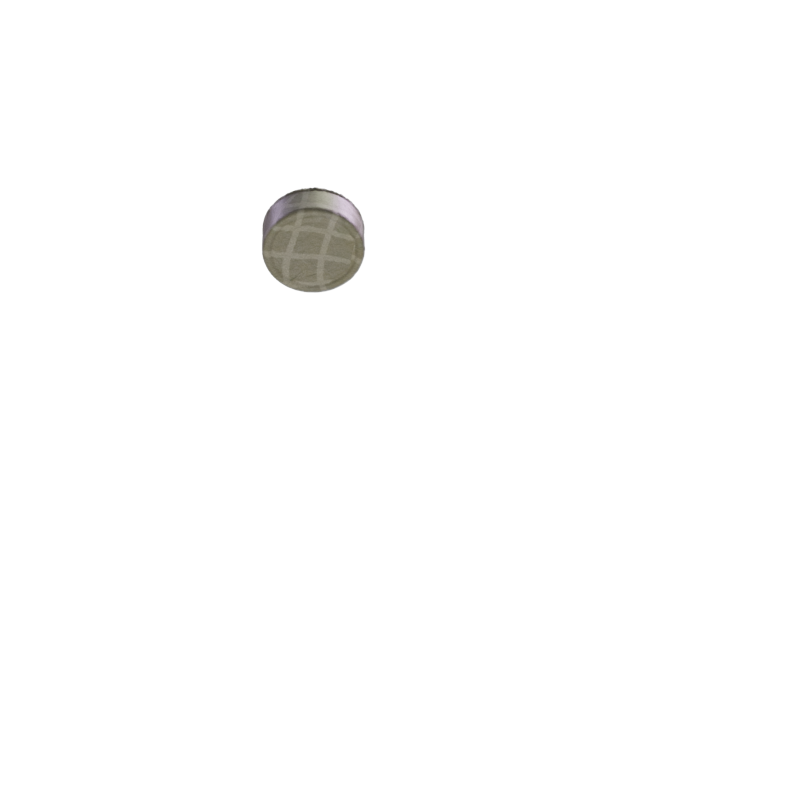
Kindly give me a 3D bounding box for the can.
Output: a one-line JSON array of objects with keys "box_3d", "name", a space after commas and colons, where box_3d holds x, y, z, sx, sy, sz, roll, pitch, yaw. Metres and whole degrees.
[{"box_3d": [-0.072, -0.131, 0.917, 0.086, 0.080, 0.036, 1, 39, -1], "name": "can"}]
